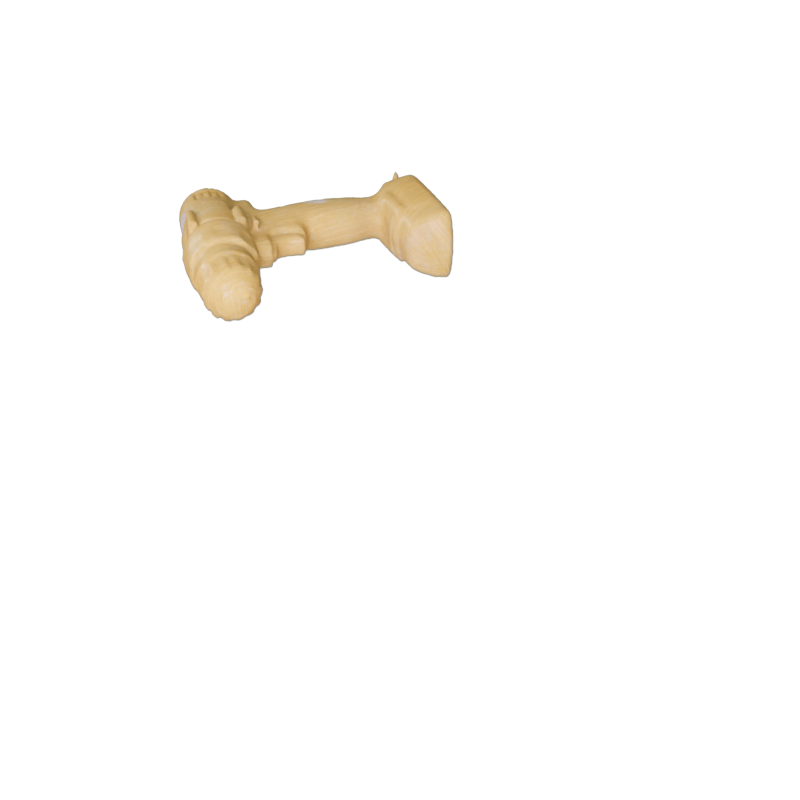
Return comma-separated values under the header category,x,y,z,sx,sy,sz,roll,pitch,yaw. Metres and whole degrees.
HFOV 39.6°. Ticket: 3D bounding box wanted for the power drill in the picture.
category,x,y,z,sx,sy,sz,roll,pitch,yaw
power drill,-0.062,-0.113,0.789,0.185,0.054,0.197,-6,29,-12
